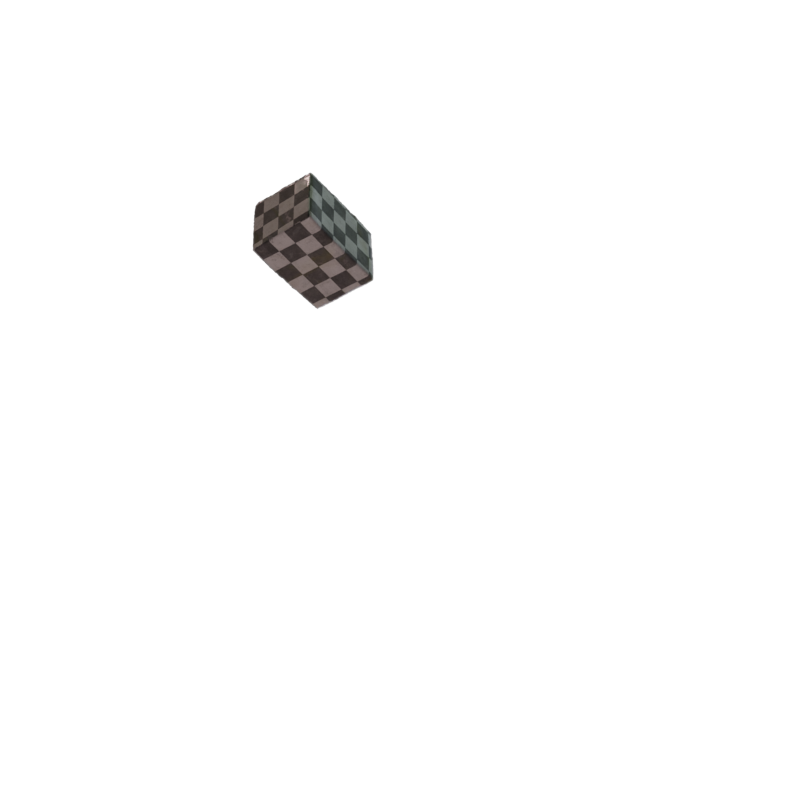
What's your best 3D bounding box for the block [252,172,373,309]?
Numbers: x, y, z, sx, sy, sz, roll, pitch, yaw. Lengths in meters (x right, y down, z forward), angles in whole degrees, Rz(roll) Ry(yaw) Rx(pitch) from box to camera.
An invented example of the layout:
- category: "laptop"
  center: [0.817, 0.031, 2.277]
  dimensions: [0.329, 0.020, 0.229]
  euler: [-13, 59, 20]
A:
- category: "block"
  center: [-0.062, -0.114, 0.798]
  dimensions: [0.053, 0.055, 0.072]
  euler: [-27, -49, 24]
